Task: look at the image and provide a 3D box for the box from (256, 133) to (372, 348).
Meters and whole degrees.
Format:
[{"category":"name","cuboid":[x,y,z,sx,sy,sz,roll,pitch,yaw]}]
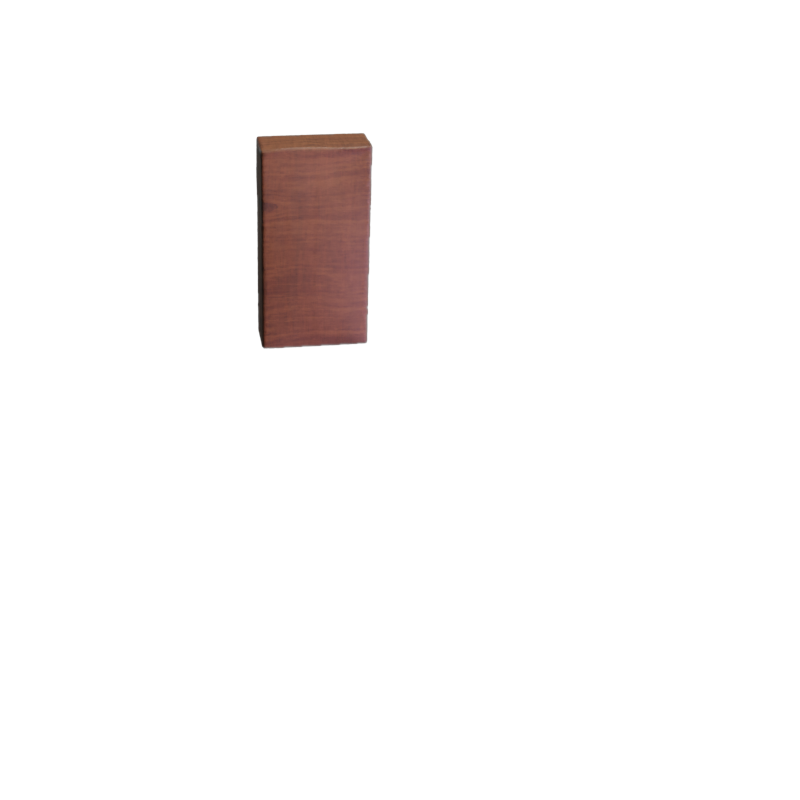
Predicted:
[{"category":"box","cuboid":[-0.072,-0.132,0.924,0.092,0.167,0.051,-3,25,-9]}]
